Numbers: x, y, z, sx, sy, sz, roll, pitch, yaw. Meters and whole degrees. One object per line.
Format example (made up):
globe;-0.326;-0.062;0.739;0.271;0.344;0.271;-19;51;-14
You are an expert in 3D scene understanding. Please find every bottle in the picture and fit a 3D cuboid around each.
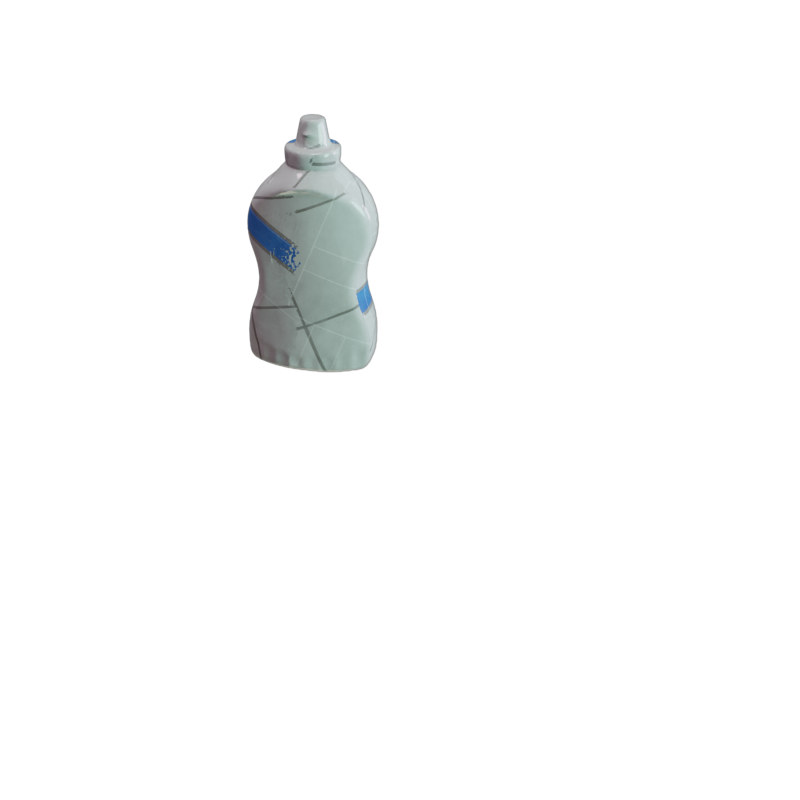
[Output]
bottle;-0.064;-0.117;0.820;0.098;0.182;0.060;8;25;13
